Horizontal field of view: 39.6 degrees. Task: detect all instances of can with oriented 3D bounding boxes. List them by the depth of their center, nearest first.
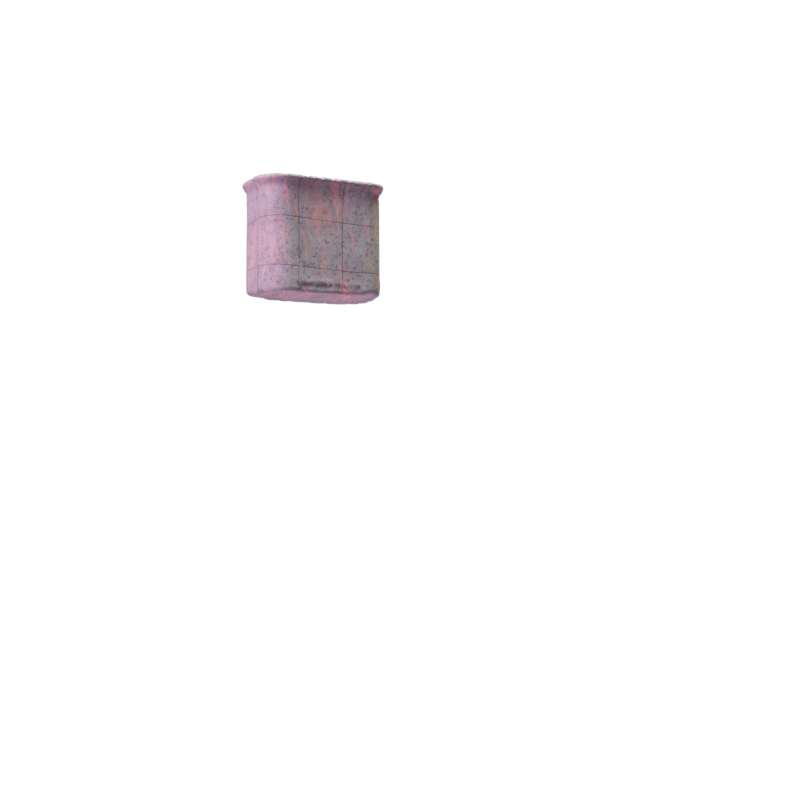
[{"bbox_3d":[-0.063,-0.115,0.808,0.098,0.086,0.058,3,-8,-28],"label":"can"}]
